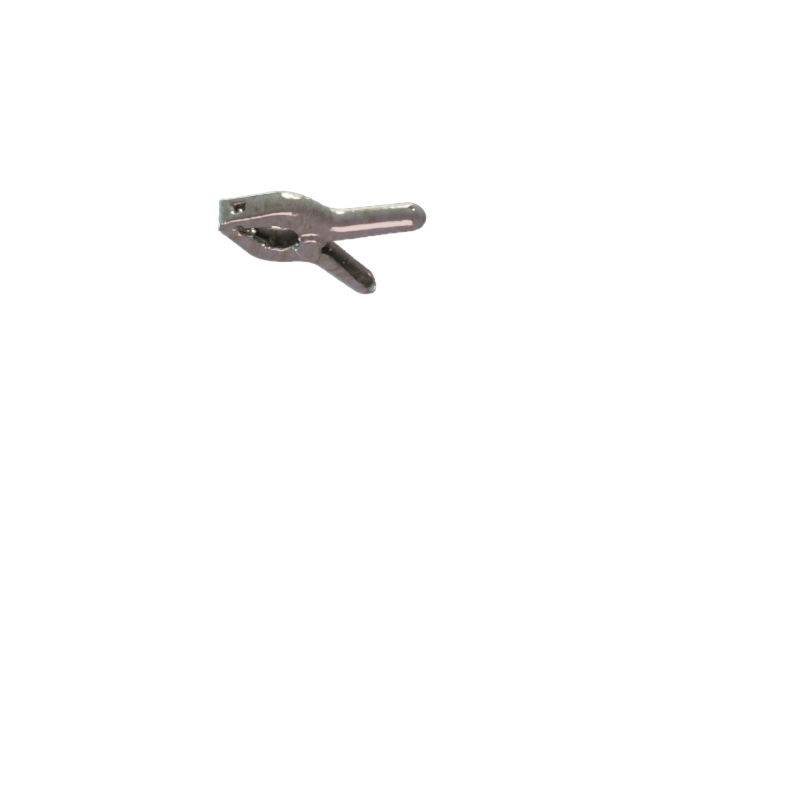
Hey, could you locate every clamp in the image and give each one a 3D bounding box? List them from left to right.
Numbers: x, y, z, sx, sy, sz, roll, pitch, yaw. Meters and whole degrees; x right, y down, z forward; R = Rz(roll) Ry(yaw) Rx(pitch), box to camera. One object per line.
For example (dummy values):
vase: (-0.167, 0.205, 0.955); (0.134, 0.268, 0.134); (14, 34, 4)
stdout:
clamp: (-0.074, -0.136, 0.952); (0.169, 0.042, 0.114); (8, -39, -10)
